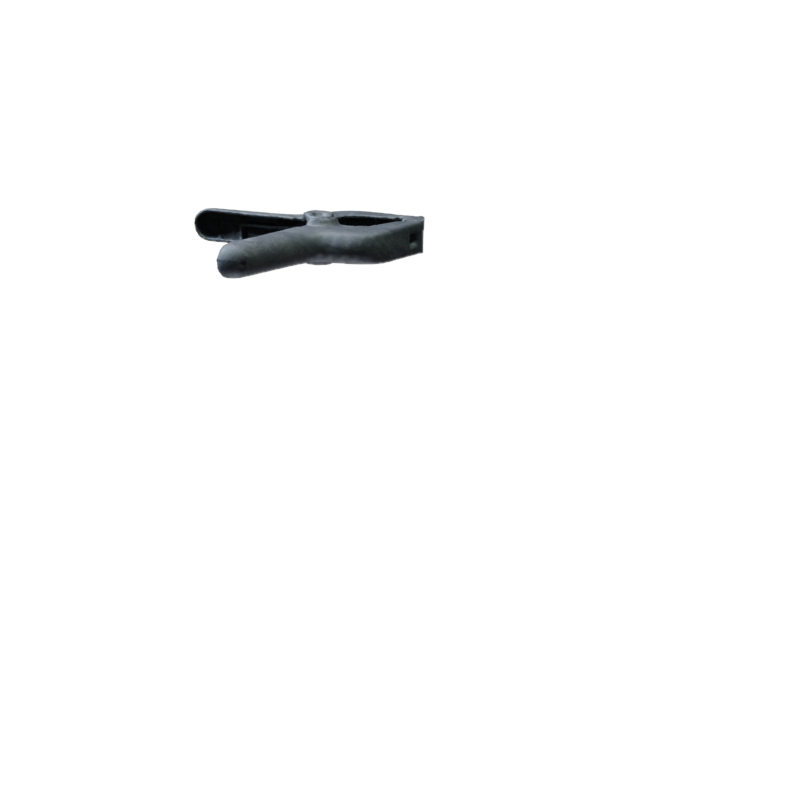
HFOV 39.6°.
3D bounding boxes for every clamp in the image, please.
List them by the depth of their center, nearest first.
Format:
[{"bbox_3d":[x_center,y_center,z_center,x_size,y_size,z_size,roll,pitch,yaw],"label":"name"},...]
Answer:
[{"bbox_3d":[-0.062,-0.114,0.798,0.170,0.037,0.128,-3,28,-6],"label":"clamp"}]
